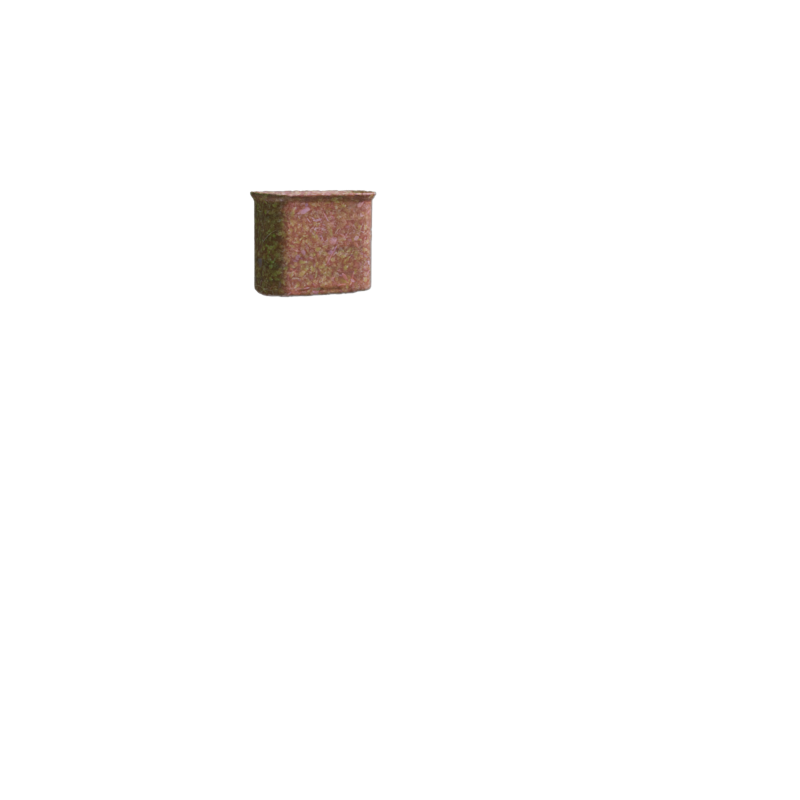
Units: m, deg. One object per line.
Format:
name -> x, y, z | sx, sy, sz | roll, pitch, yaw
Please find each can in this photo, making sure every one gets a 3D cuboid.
can -> -0.072, -0.131, 0.918 | 0.099, 0.083, 0.060 | -4, 9, -24
